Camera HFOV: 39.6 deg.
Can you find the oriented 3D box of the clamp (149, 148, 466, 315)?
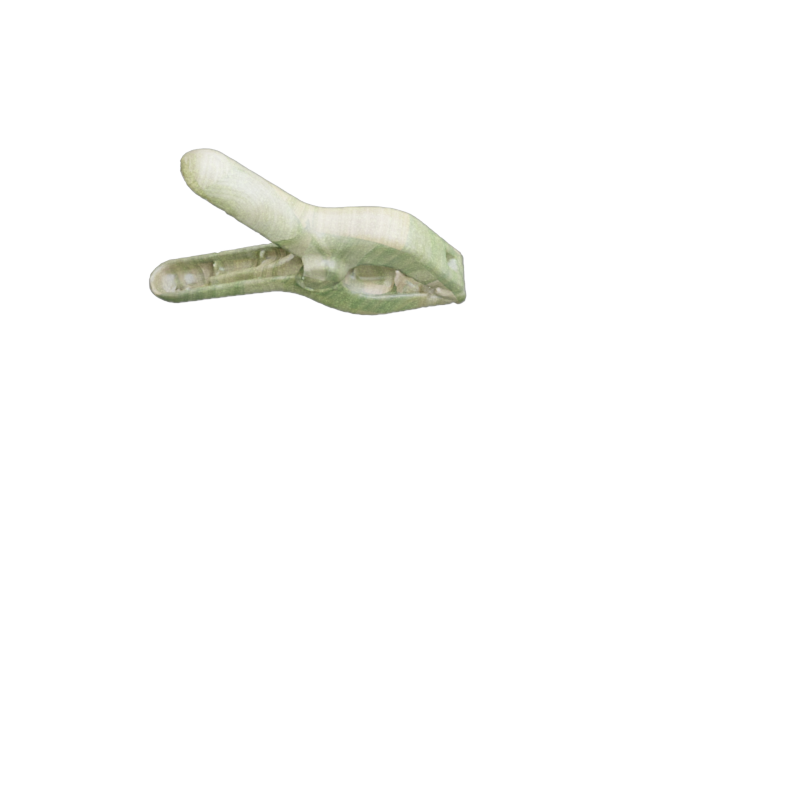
[{"bbox_3d":[-0.045,-0.082,0.577,0.170,0.041,0.115,3,-23,-7],"label":"clamp"}]
